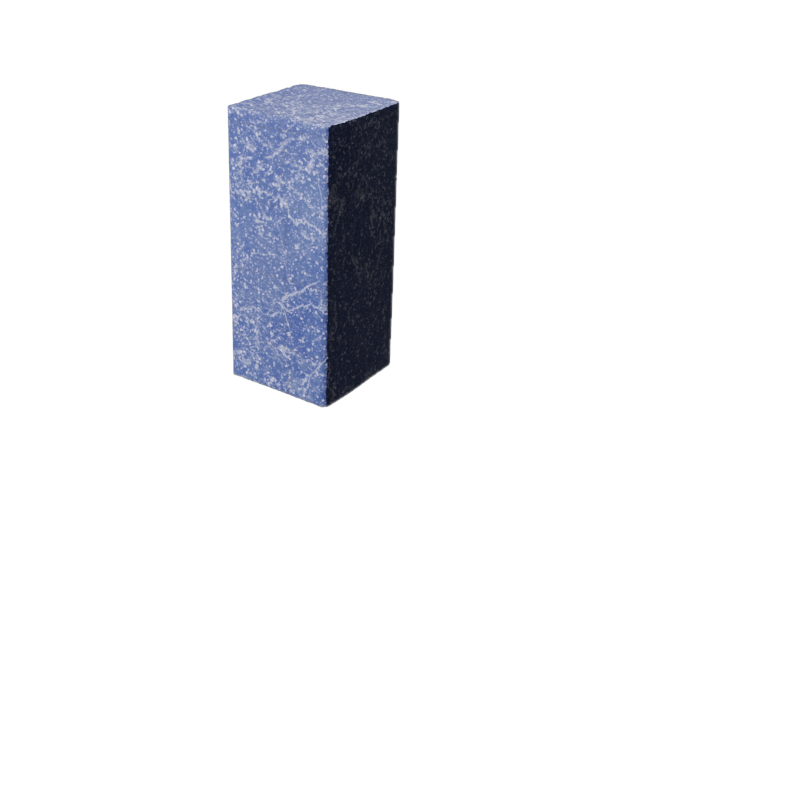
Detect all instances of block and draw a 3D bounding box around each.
[{"bbox_3d":[-0.062,-0.115,0.804,0.095,0.196,0.090,16,27,31],"label":"block"}]
